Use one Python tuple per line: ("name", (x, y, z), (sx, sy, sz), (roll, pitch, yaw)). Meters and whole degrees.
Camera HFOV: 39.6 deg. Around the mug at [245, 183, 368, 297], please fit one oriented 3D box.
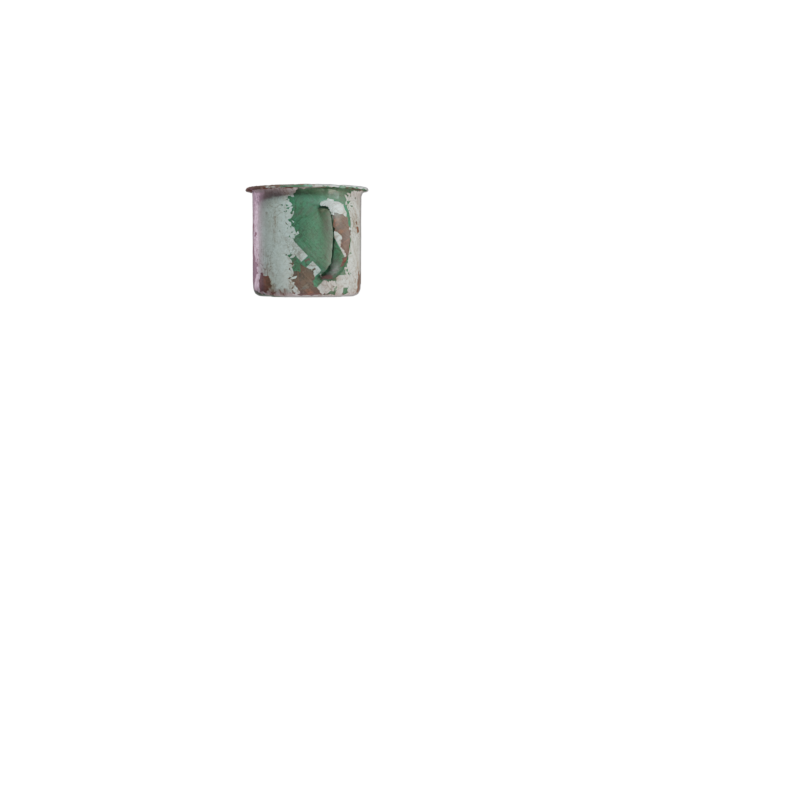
("mug", (-0.064, -0.118, 0.824), (0.090, 0.081, 0.121), (-2, 4, -27))
